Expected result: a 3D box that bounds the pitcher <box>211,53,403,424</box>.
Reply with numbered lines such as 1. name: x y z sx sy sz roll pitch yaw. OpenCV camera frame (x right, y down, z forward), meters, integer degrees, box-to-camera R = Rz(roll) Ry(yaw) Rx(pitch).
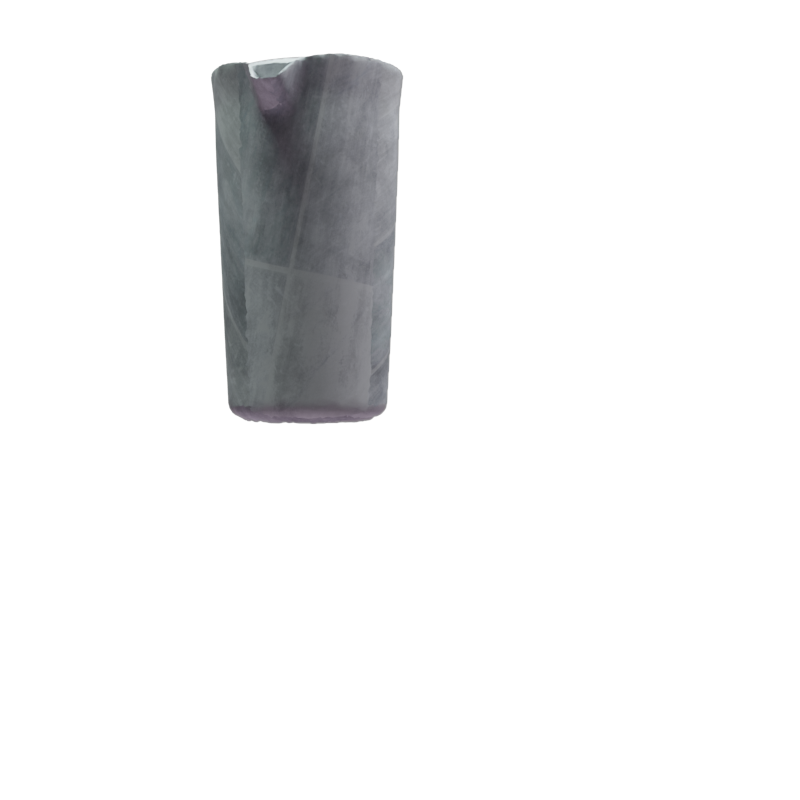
1. pitcher: -0.060 -0.110 0.772 0.144 0.246 0.149 1 -3 -30
